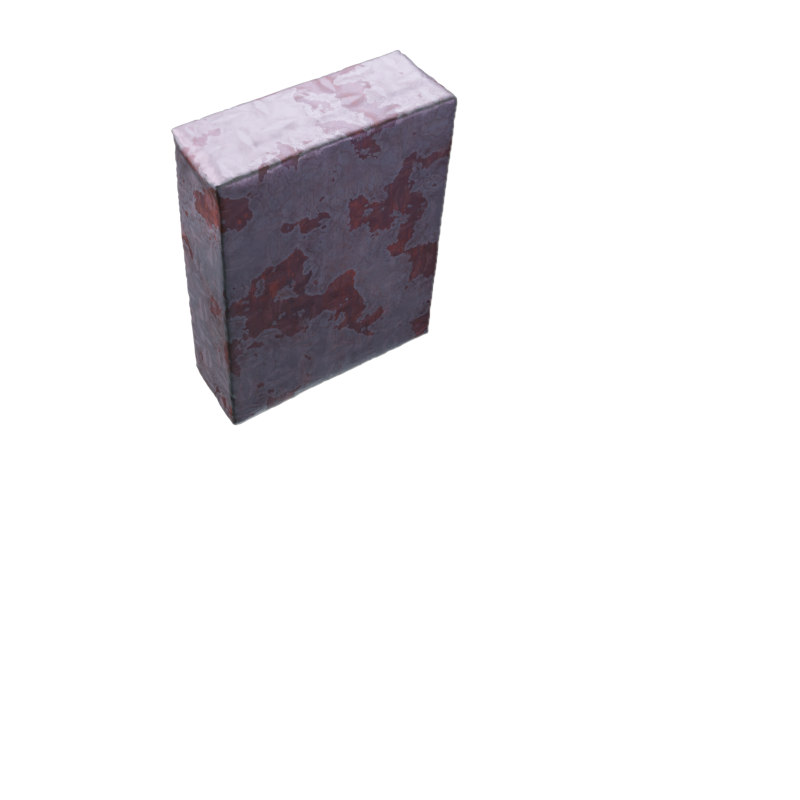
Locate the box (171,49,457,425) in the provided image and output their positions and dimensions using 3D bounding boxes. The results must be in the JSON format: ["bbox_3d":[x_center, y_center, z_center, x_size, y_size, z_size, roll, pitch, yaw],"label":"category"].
[{"bbox_3d":[-0.056,-0.103,0.720,0.163,0.199,0.077,-25,54,-24],"label":"box"}]
